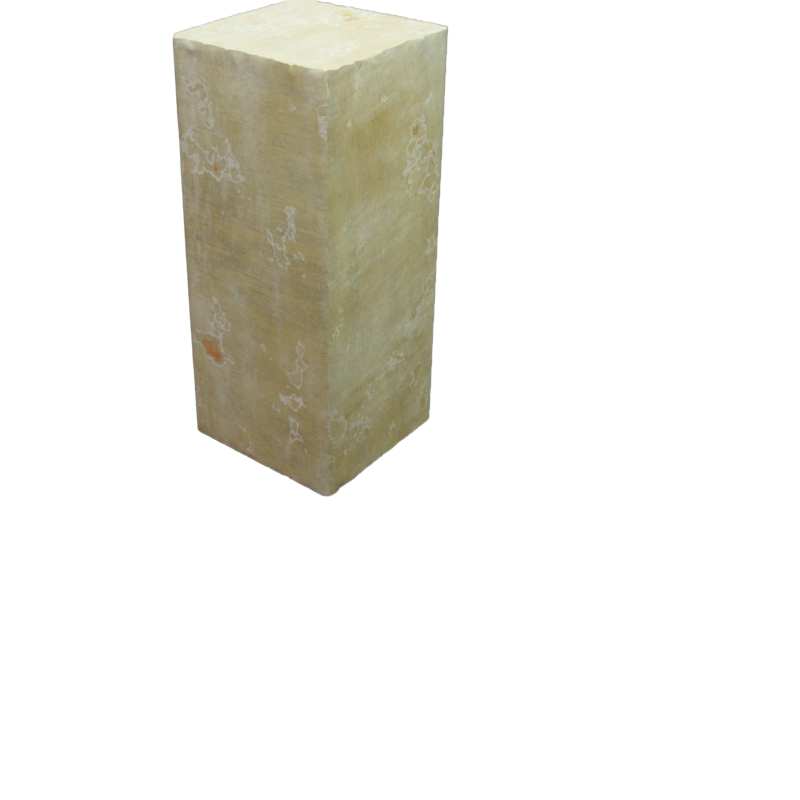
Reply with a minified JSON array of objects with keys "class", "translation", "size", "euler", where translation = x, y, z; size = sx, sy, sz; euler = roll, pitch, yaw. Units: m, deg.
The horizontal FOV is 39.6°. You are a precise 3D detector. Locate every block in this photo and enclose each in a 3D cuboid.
[{"class":"block","translation":[-0.042,-0.075,0.526],"size":[0.096,0.195,0.090],"euler":[21,34,31]}]
